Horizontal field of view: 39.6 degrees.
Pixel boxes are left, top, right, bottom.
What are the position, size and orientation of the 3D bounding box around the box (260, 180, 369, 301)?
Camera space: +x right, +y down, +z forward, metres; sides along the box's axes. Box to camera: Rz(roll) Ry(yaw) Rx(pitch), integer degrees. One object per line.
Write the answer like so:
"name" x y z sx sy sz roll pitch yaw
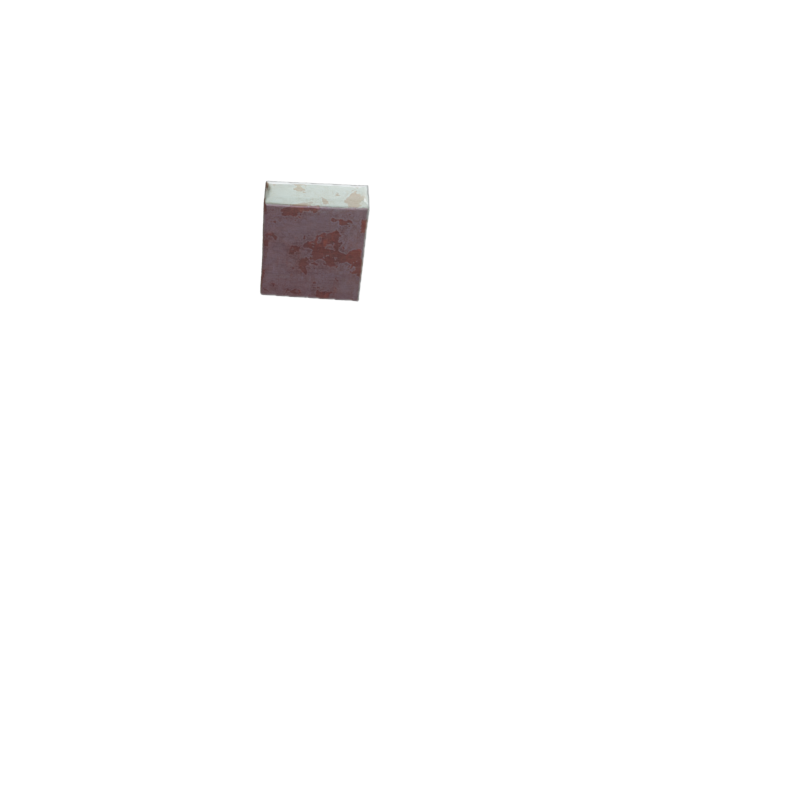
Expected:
"box" -0.062 -0.113 0.793 0.073 0.083 0.032 3 43 -4
